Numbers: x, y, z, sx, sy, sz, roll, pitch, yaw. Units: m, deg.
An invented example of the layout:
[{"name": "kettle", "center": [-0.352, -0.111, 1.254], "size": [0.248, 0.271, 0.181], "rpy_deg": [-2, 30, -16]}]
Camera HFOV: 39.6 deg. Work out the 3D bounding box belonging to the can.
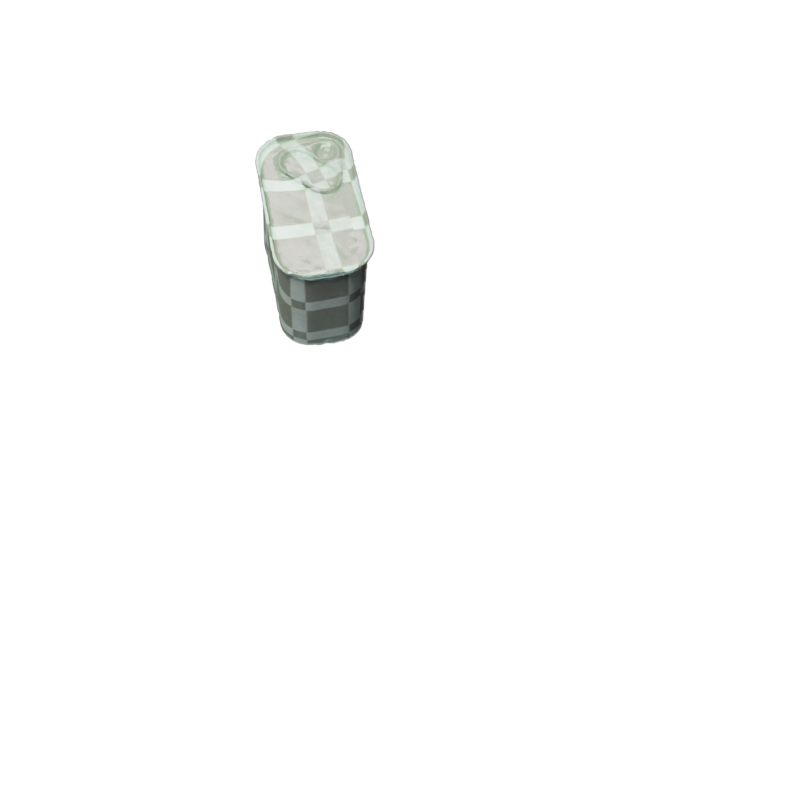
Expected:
[{"name": "can", "center": [-0.052, -0.095, 0.662], "size": [0.057, 0.109, 0.079], "rpy_deg": [-9, -31, -8]}]
